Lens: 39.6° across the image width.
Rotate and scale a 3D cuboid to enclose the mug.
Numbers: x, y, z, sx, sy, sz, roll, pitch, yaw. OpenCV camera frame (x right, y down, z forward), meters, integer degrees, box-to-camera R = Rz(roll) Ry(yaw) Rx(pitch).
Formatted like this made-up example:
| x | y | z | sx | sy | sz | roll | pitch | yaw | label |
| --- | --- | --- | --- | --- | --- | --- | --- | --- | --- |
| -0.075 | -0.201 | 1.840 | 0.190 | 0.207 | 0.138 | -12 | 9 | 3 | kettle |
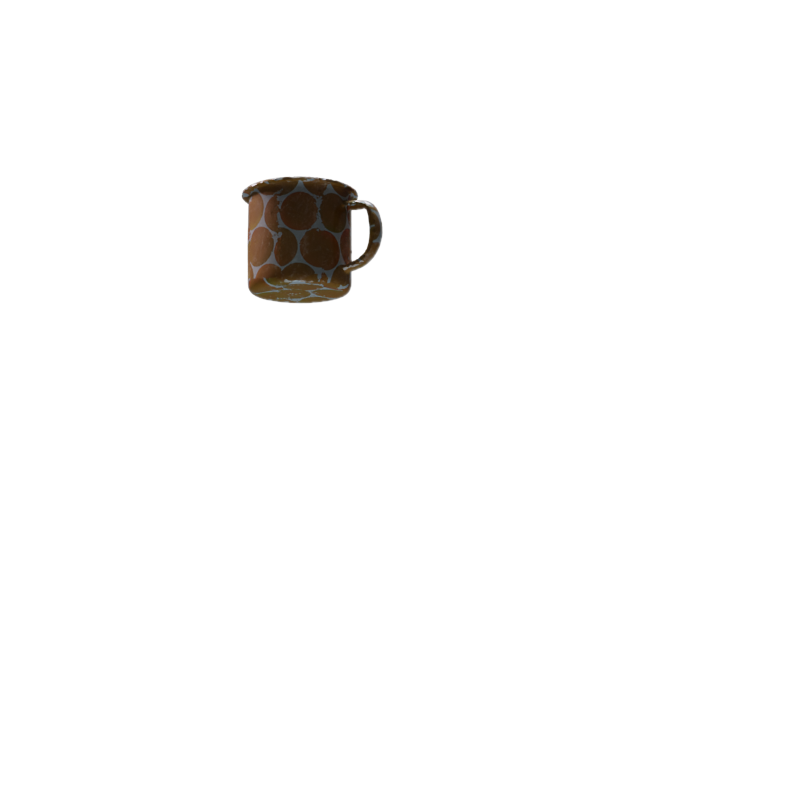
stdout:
| x | y | z | sx | sy | sz | roll | pitch | yaw | label |
| --- | --- | --- | --- | --- | --- | --- | --- | --- | --- |
| -0.068 | -0.124 | 0.869 | 0.120 | 0.084 | 0.088 | -5 | -12 | 23 | mug |
